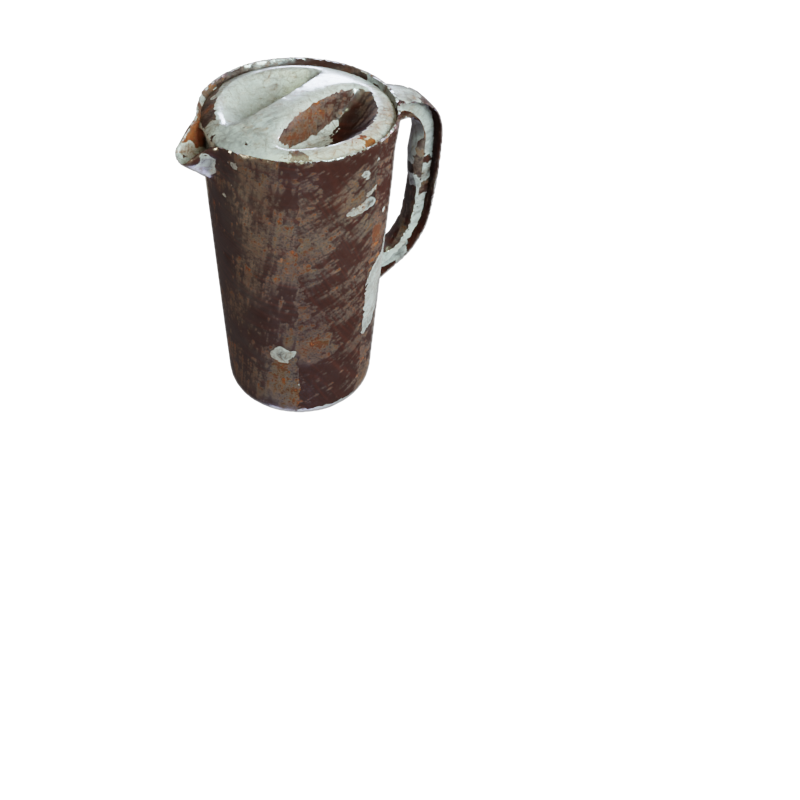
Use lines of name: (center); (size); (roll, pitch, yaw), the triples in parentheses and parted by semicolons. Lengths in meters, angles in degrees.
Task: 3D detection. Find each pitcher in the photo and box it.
pitcher: (-0.062, -0.113, 0.791); (0.153, 0.227, 0.152); (14, 43, 12)
